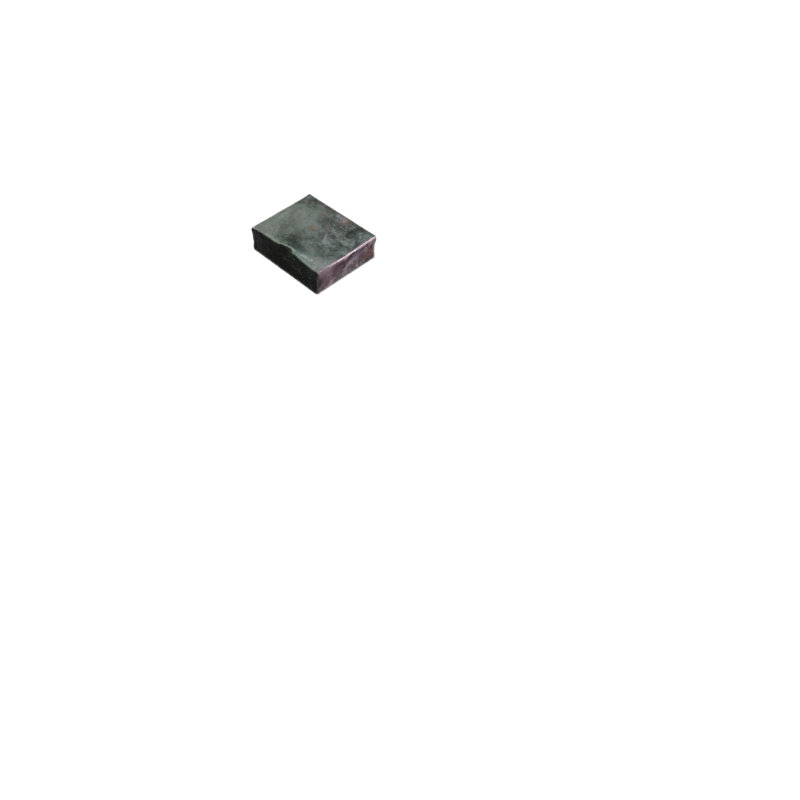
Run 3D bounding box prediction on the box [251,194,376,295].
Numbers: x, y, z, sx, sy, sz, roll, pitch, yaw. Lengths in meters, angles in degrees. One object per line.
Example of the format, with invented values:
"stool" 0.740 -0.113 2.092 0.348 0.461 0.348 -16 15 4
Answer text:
"box" -0.078 -0.143 0.999 0.073 0.028 0.095 -34 54 -30
